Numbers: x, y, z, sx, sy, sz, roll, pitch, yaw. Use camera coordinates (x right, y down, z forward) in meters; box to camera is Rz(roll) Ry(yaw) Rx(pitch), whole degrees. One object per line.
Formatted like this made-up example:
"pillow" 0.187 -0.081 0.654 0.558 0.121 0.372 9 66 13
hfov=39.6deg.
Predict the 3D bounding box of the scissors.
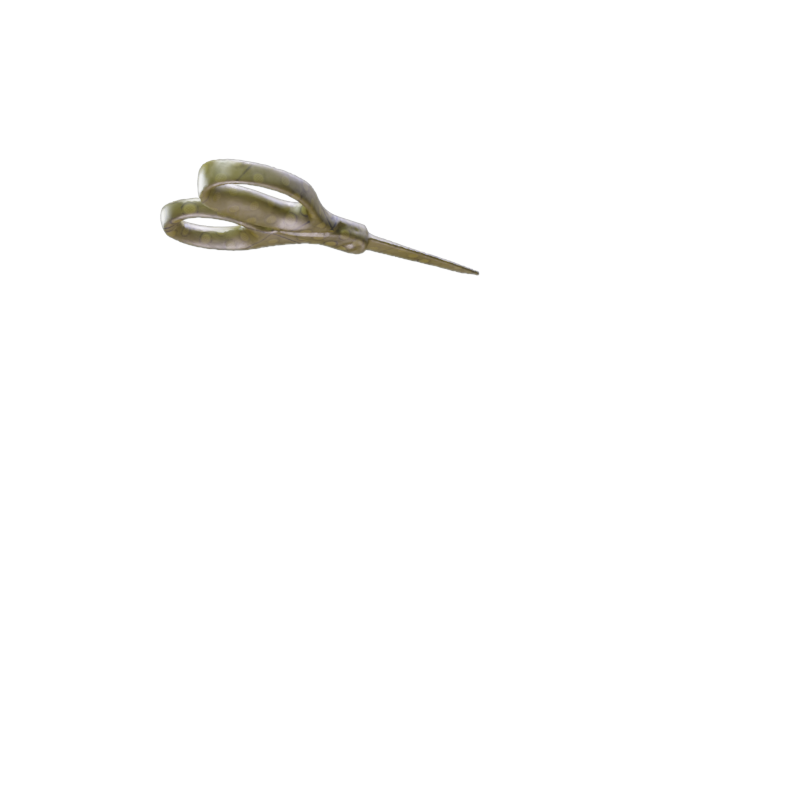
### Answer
"scissors" -0.048 -0.088 0.615 0.098 0.016 0.189 -11 -19 35
